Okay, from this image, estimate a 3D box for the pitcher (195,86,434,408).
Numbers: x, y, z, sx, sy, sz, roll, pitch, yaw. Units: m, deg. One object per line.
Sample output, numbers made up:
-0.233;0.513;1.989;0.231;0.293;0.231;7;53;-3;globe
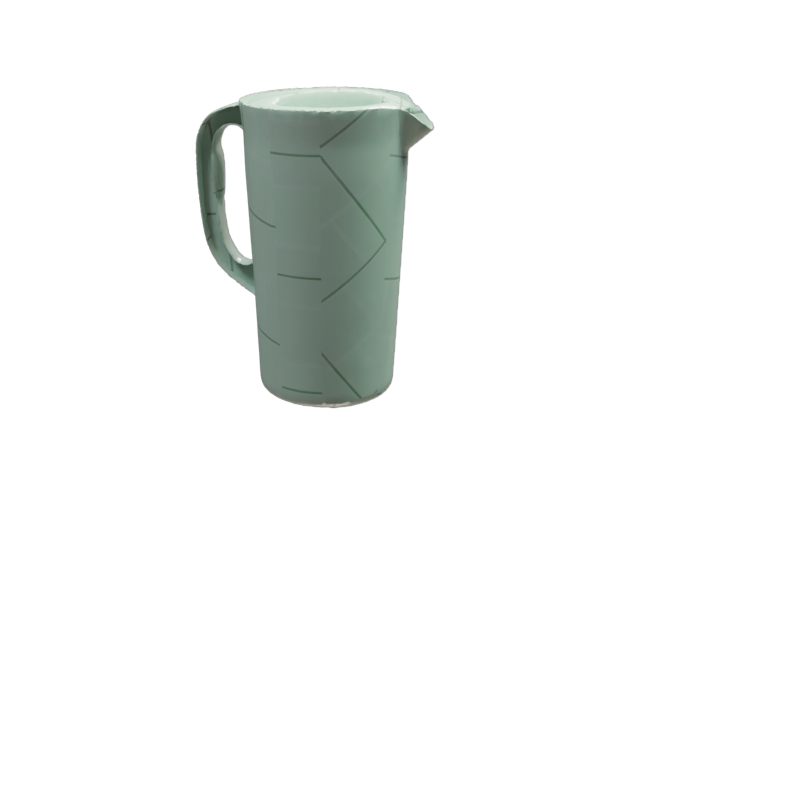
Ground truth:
-0.068;-0.125;0.875;0.141;0.234;0.159;-9;20;-30;pitcher
